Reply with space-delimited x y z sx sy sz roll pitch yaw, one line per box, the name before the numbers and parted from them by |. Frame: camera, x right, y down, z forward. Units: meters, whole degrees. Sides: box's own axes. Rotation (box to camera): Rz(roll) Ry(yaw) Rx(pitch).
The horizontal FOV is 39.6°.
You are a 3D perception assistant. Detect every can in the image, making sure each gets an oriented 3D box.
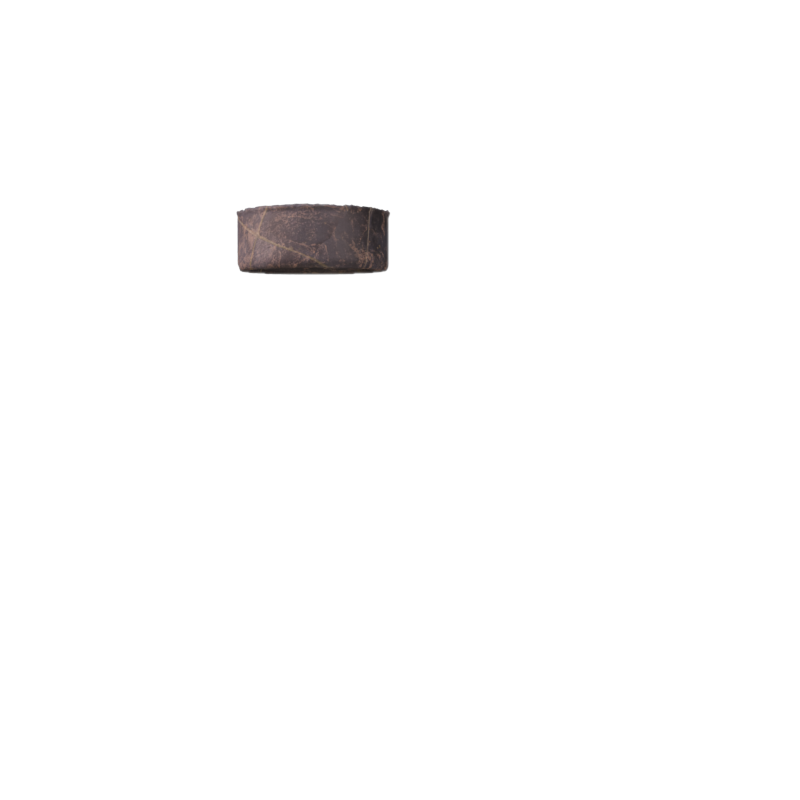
can | -0.048 -0.088 0.619 0.086 0.034 0.086 0 3 -2
